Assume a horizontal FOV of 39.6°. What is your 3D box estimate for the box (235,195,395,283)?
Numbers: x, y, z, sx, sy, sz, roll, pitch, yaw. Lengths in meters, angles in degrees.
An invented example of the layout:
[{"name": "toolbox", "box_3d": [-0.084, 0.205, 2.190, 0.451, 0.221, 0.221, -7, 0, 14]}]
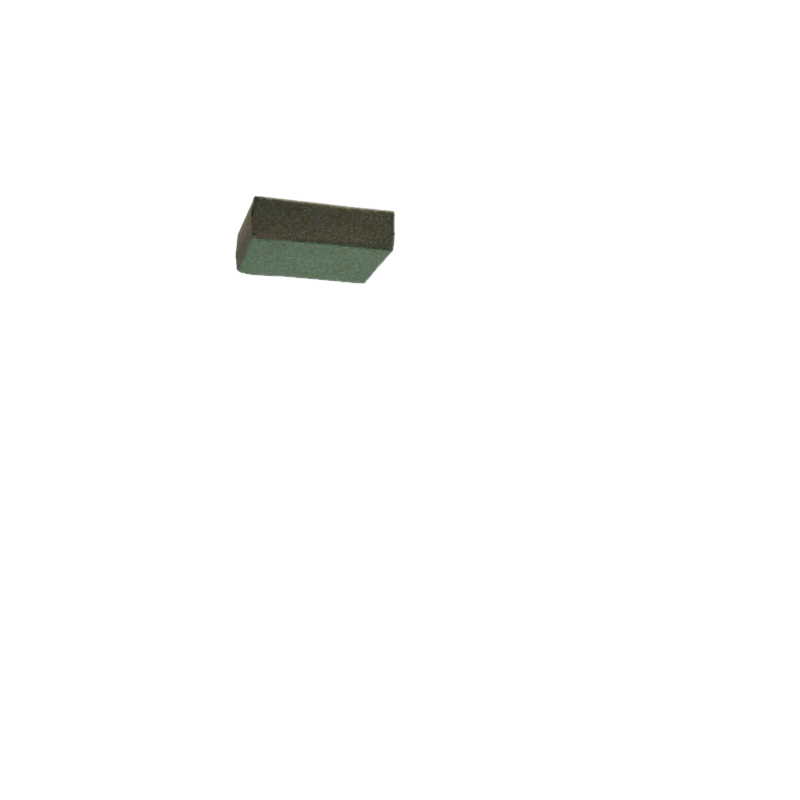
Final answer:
[{"name": "box", "box_3d": [-0.069, -0.125, 0.878, 0.111, 0.040, 0.088, 3, -14, -13]}]
